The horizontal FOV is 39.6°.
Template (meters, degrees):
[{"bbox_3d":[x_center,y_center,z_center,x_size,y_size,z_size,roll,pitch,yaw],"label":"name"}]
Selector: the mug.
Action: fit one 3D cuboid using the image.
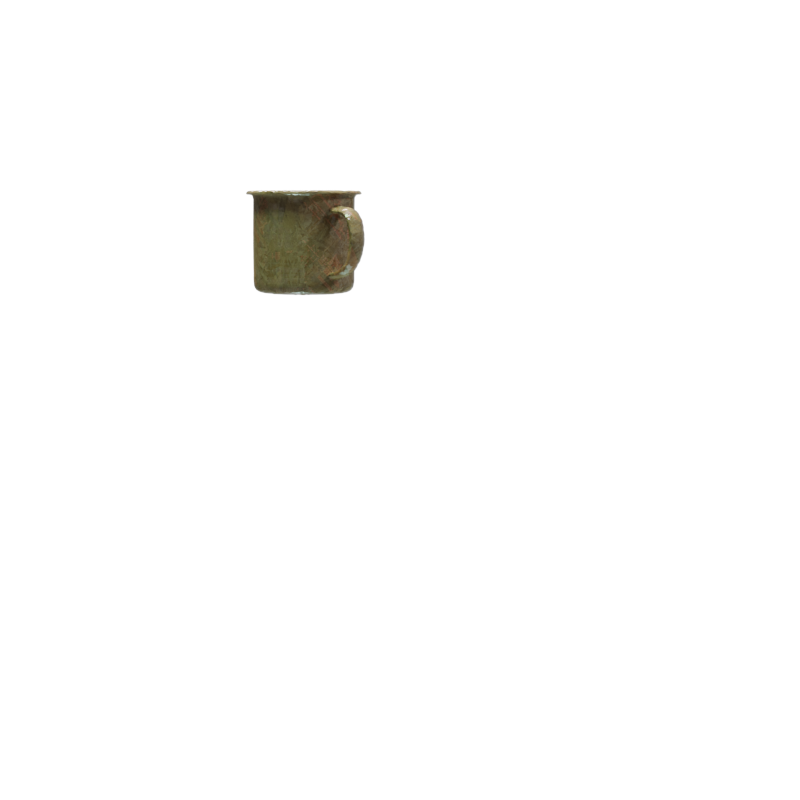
[{"bbox_3d":[-0.070,-0.127,0.888,0.090,0.081,0.122,-6,9,-42],"label":"mug"}]
